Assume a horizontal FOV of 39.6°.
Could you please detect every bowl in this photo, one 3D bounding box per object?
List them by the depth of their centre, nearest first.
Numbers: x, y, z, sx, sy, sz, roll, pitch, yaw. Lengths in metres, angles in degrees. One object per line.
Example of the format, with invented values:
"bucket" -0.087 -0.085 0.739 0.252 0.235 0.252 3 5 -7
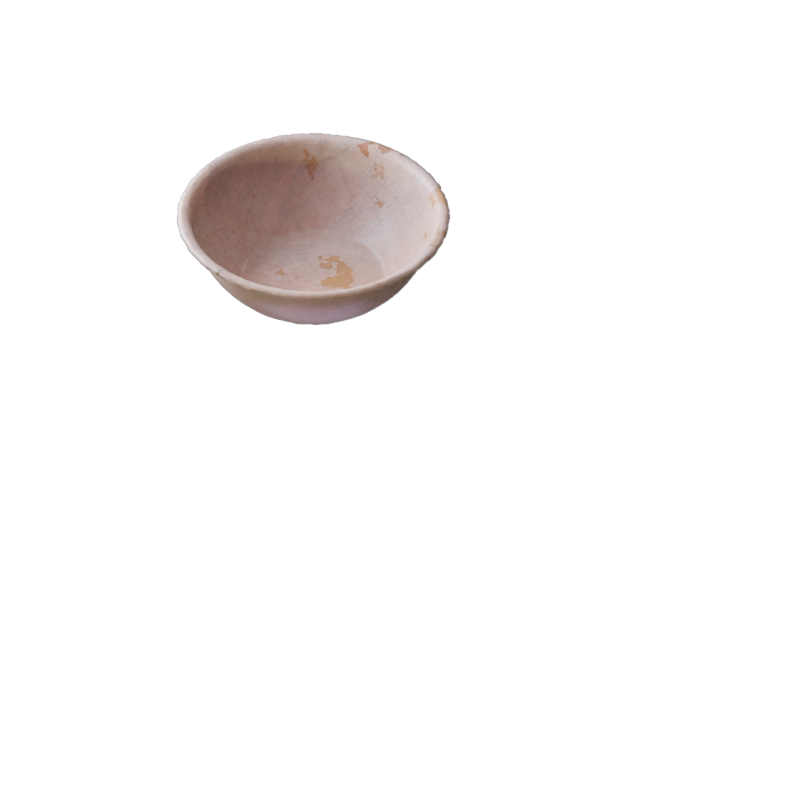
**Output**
"bowl" -0.053 -0.096 0.673 0.162 0.051 0.174 -1 43 -1
